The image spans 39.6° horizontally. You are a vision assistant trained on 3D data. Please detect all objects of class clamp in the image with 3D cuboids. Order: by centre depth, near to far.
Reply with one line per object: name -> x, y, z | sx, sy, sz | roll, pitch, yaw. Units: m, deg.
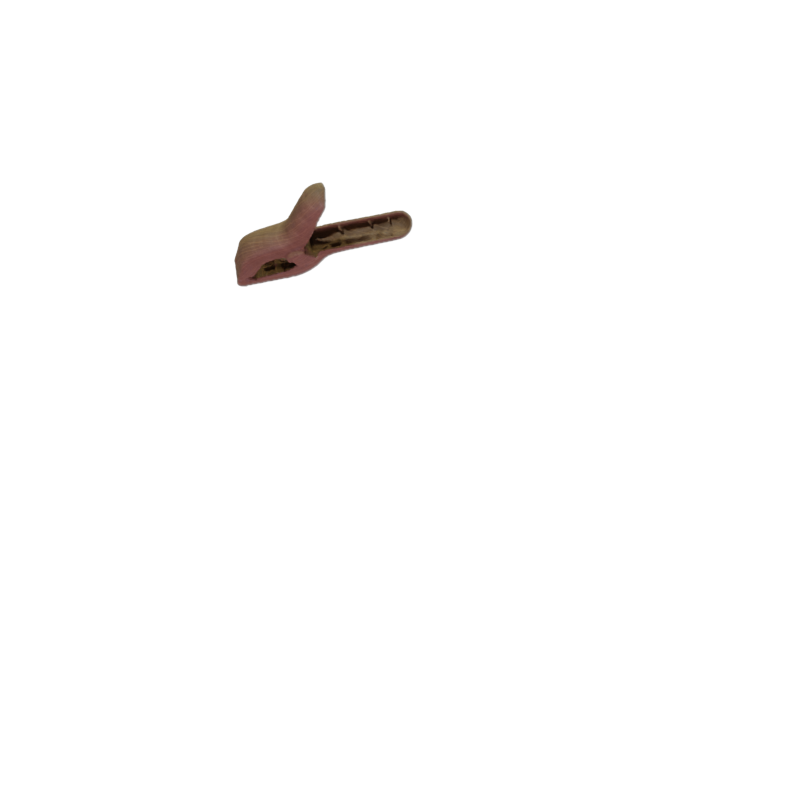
clamp -> -0.076, -0.139, 0.973 | 0.114, 0.041, 0.172 | 14, -23, -36
